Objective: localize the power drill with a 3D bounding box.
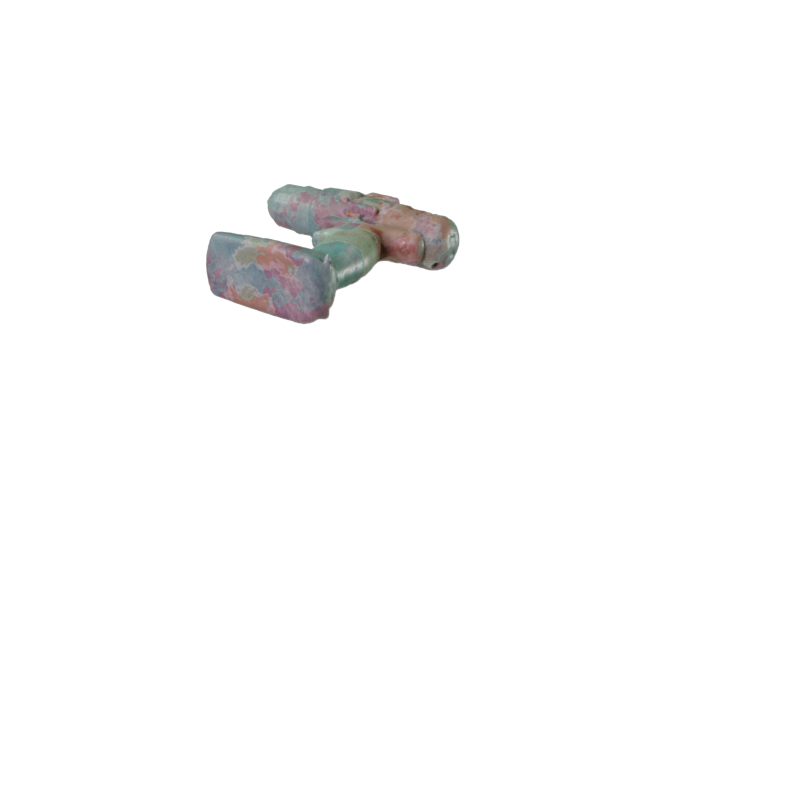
[{"bbox_3d":[-0.070,-0.128,0.896,0.194,0.055,0.188,16,30,29],"label":"power drill"}]
